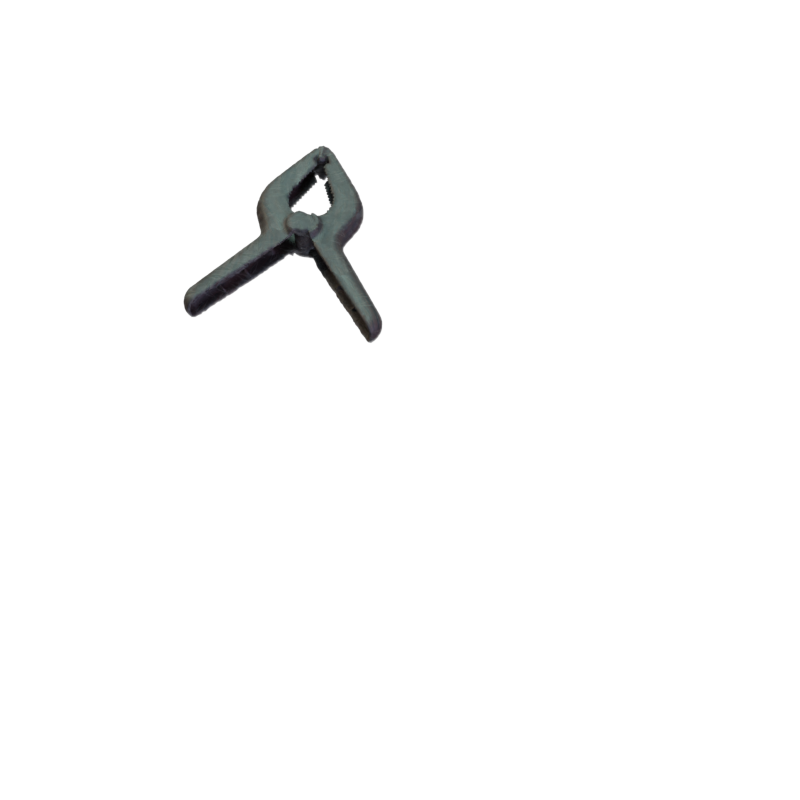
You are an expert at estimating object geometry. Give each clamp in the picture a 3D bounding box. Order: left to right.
[{"bbox_3d":[-0.075,-0.137,0.961,0.168,0.221,0.034,13,-38,10],"label":"clamp"}]
